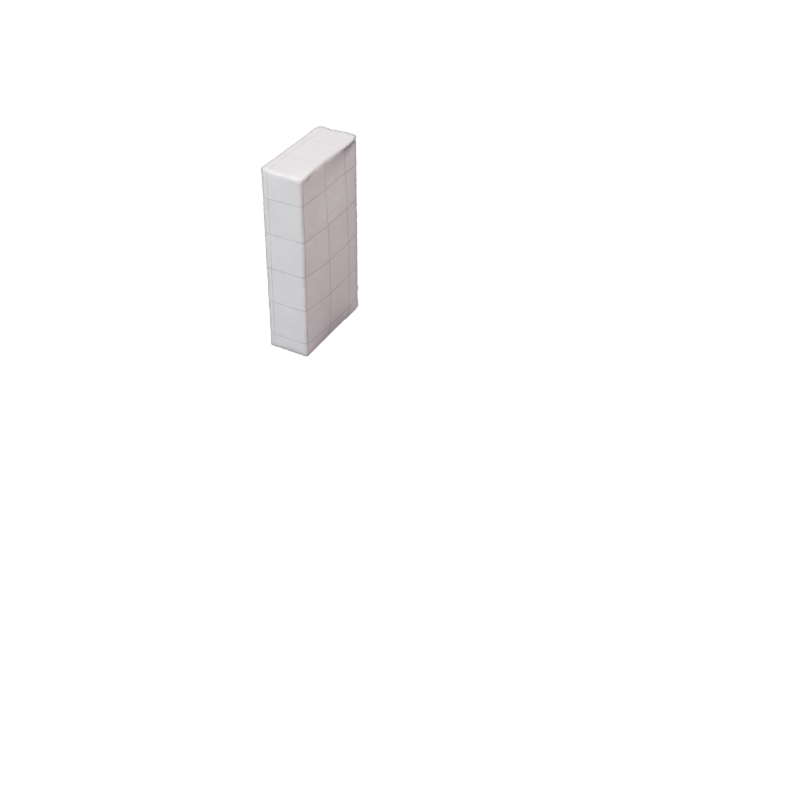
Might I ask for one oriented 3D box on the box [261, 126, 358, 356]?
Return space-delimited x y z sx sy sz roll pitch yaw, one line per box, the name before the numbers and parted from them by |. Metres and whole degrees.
box | -0.075 -0.136 0.954 0.050 0.165 0.095 19 39 21
